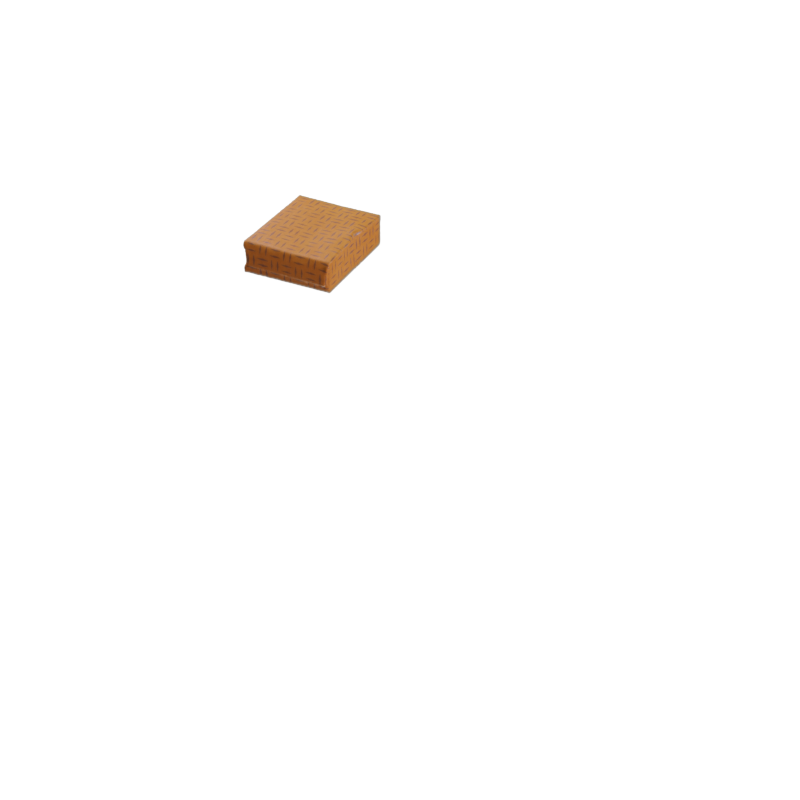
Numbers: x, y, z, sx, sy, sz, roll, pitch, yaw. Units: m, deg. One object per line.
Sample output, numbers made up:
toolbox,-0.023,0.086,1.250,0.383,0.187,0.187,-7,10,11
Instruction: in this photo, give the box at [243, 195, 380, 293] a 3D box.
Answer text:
box,-0.066,-0.120,0.842,0.076,0.028,0.091,16,37,22
